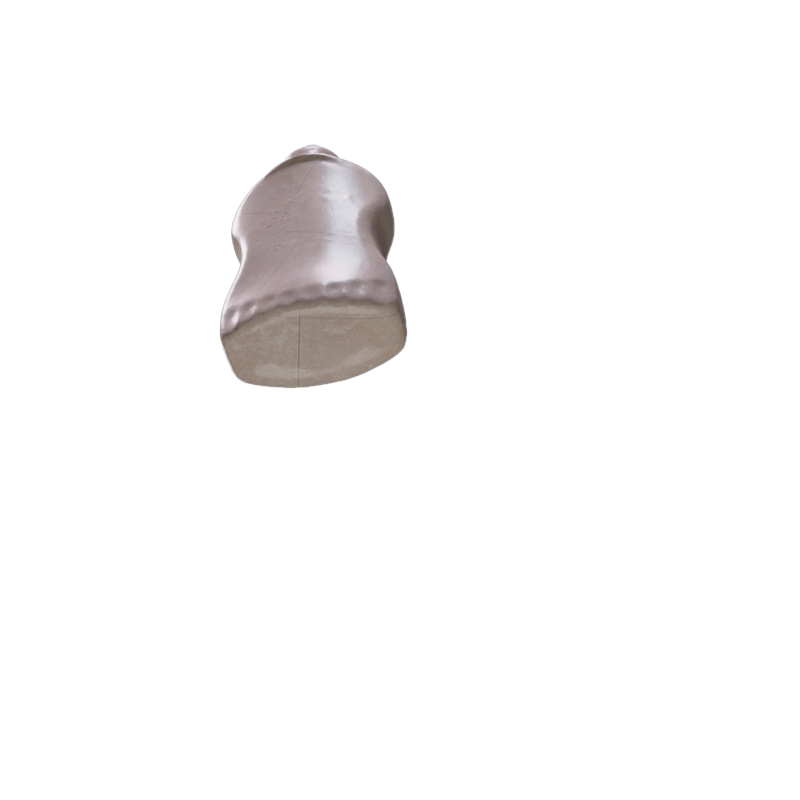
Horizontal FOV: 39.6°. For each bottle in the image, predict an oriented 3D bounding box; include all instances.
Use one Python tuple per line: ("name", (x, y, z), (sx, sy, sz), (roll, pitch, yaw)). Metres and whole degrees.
("bottle", (-0.051, -0.093, 0.645), (0.096, 0.054, 0.205), (-13, 40, 7))
